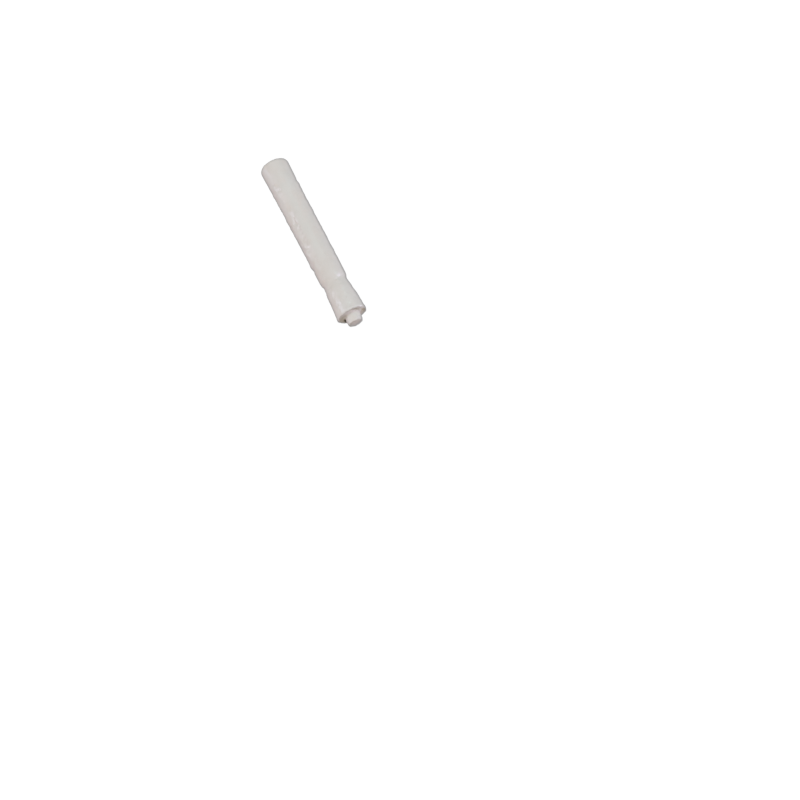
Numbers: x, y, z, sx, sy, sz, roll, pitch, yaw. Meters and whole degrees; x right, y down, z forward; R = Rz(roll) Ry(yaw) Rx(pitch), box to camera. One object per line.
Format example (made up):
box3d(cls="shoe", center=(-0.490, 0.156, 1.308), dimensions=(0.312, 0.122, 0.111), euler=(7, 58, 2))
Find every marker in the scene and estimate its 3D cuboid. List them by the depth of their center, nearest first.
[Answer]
box3d(cls="marker", center=(-0.053, -0.097, 0.677), dimensions=(0.020, 0.129, 0.019), euler=(-22, -26, -12))
